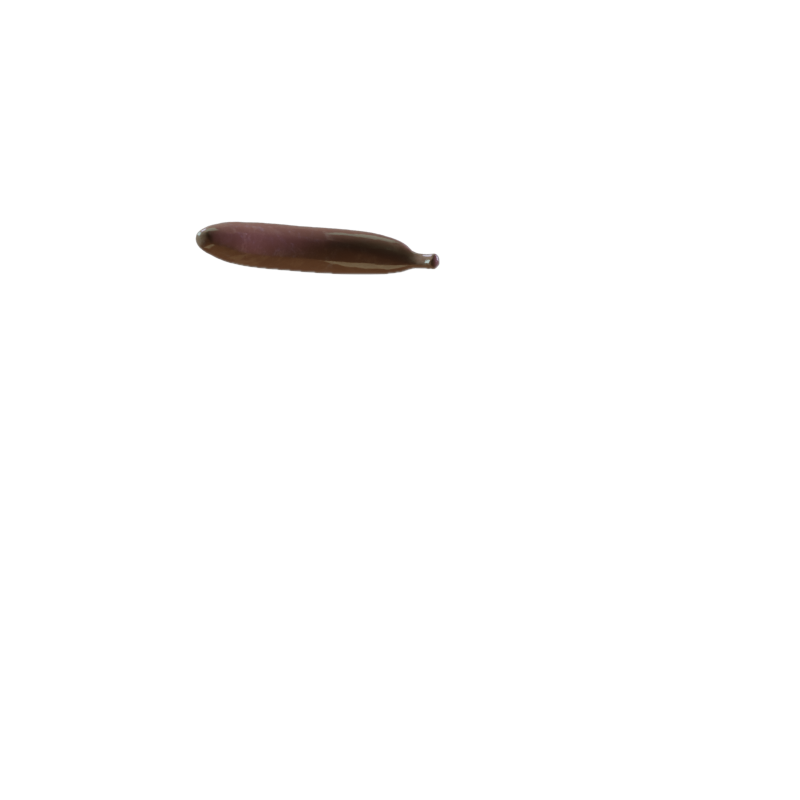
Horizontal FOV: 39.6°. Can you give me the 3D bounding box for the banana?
[{"bbox_3d":[-0.072,-0.123,0.888,0.193,0.037,0.070,1,-5,-19],"label":"banana"}]
